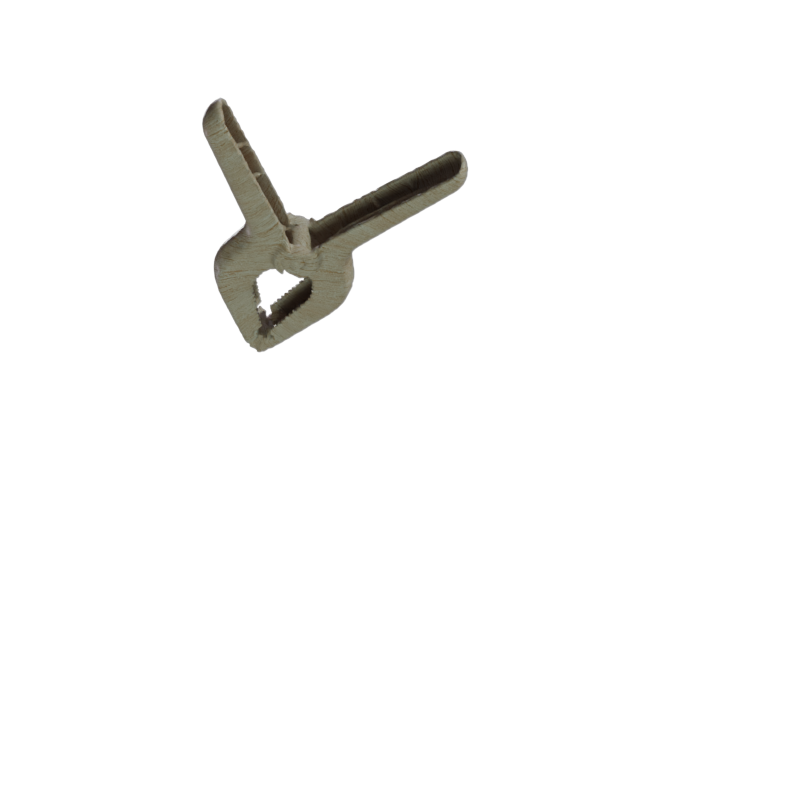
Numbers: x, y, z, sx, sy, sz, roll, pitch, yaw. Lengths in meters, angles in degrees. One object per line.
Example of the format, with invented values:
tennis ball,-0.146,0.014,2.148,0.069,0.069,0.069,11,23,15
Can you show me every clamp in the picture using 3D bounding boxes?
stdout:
clamp,-0.057,-0.103,0.724,0.162,0.039,0.198,8,-40,-10
